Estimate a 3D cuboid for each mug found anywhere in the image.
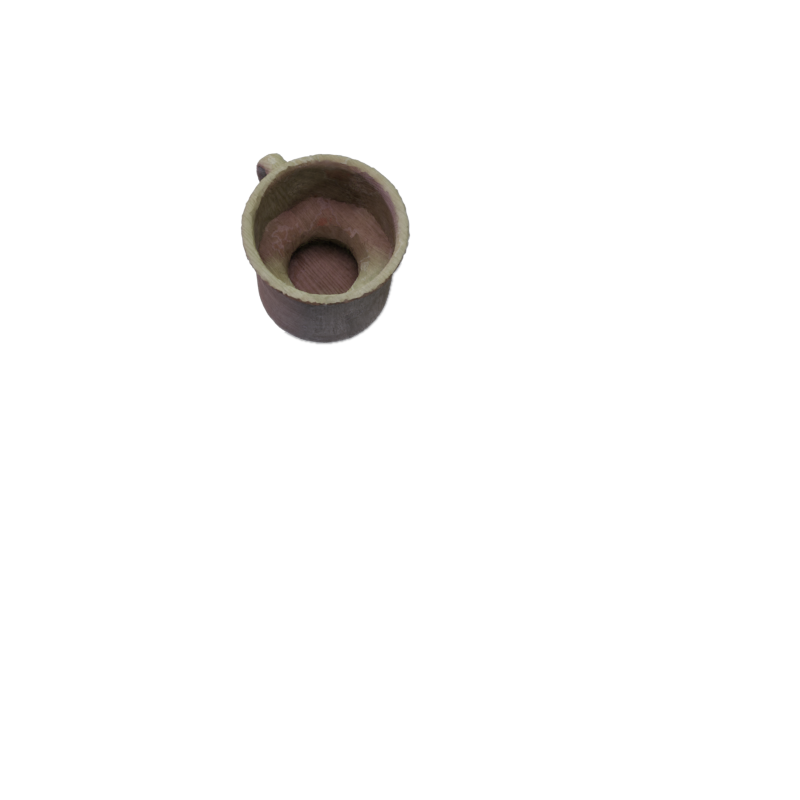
[{"bbox_3d":[-0.051,-0.093,0.650,0.093,0.123,0.077,-32,-19,-14],"label":"mug"}]
